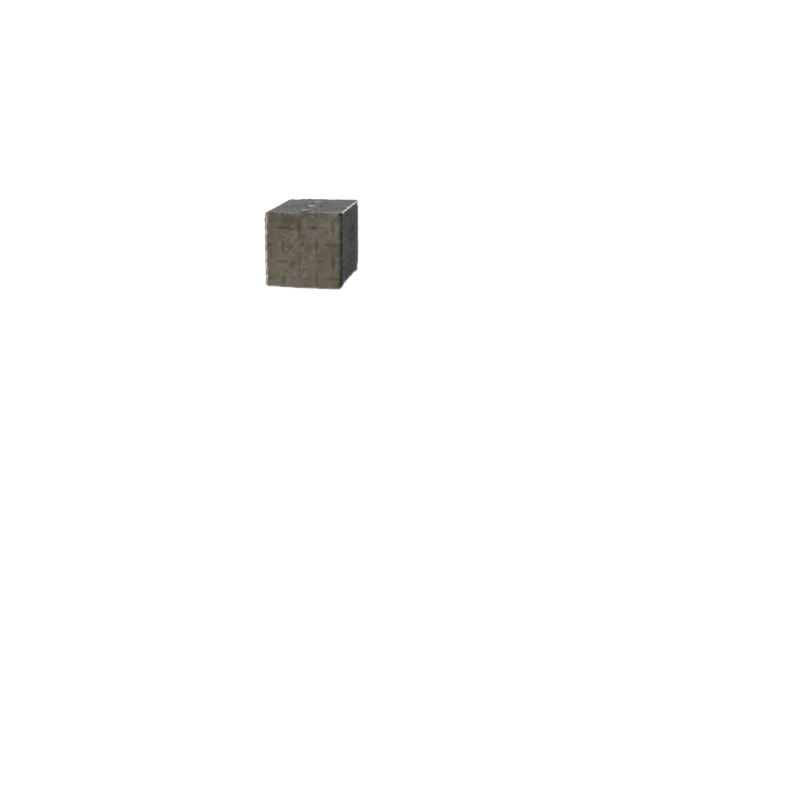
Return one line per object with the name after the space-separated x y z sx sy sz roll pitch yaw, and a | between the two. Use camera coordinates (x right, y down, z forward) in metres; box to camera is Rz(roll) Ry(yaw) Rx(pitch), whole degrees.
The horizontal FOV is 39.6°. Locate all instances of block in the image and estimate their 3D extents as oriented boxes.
-0.060 -0.109 0.762 0.053 0.050 0.079 2 14 7 | block
